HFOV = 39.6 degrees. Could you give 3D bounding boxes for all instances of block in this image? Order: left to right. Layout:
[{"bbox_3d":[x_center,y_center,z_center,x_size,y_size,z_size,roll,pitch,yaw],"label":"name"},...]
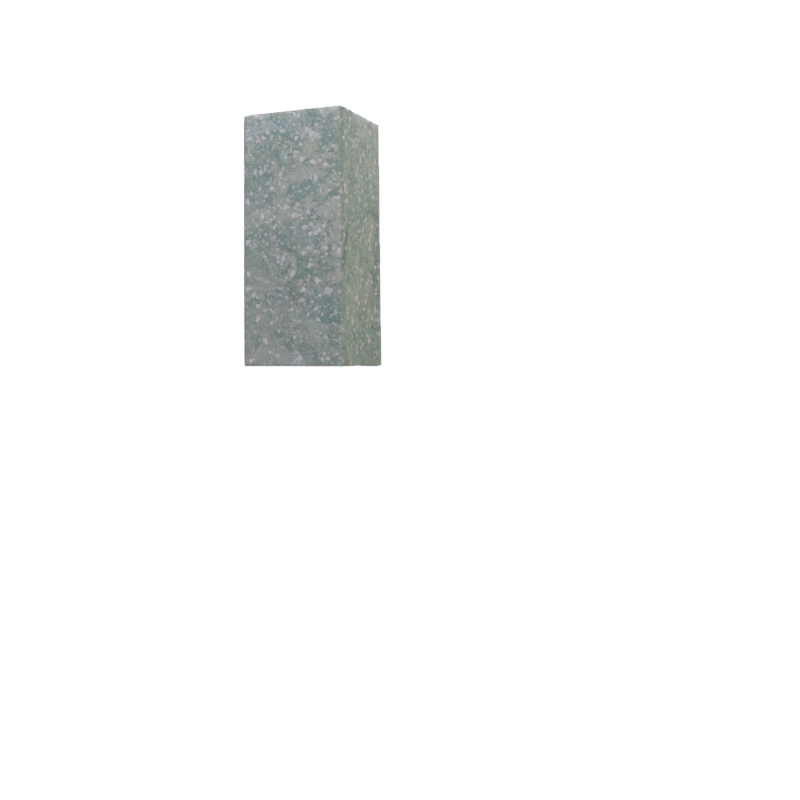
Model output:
[{"bbox_3d":[-0.073,-0.132,0.925,0.093,0.209,0.087,-2,-5,22],"label":"block"}]
